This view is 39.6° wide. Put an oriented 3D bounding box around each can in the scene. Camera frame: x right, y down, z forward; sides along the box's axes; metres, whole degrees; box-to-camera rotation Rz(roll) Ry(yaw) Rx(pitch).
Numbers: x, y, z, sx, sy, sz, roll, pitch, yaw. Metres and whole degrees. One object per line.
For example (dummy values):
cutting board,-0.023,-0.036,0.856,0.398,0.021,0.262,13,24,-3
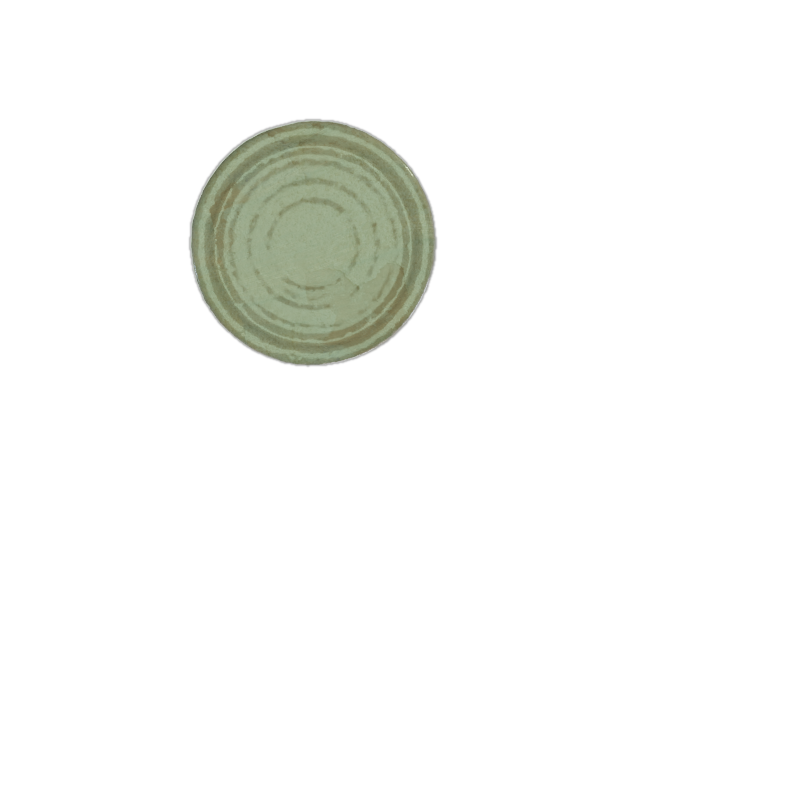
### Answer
can,-0.031,-0.056,0.392,0.086,0.085,0.034,0,5,-1
